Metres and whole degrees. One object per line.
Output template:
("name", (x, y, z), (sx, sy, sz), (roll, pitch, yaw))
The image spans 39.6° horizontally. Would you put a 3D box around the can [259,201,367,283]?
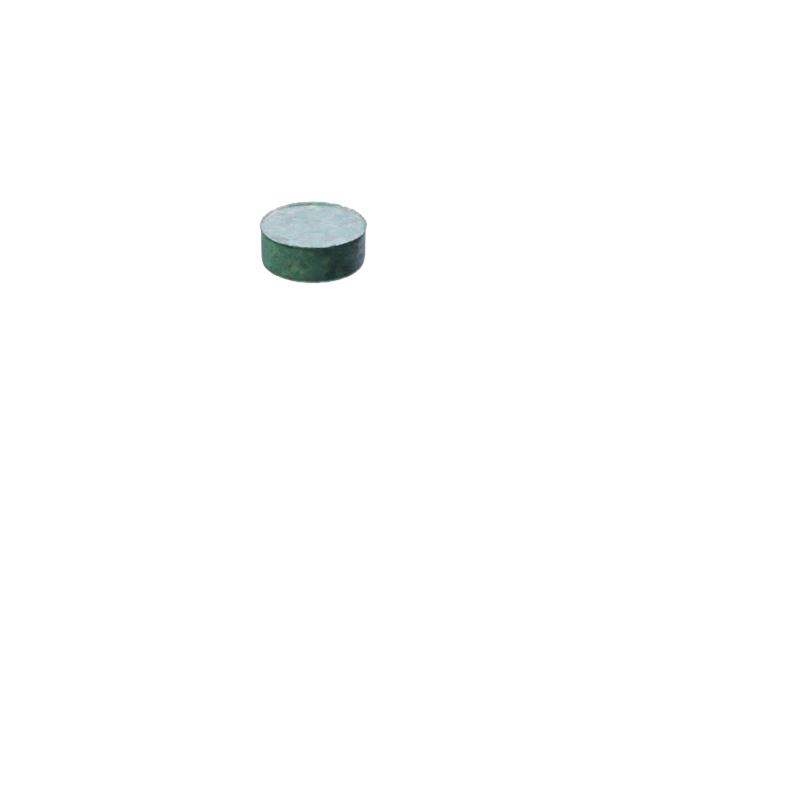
("can", (-0.070, -0.128, 0.894), (0.086, 0.032, 0.091), (-1, 32, -2))
